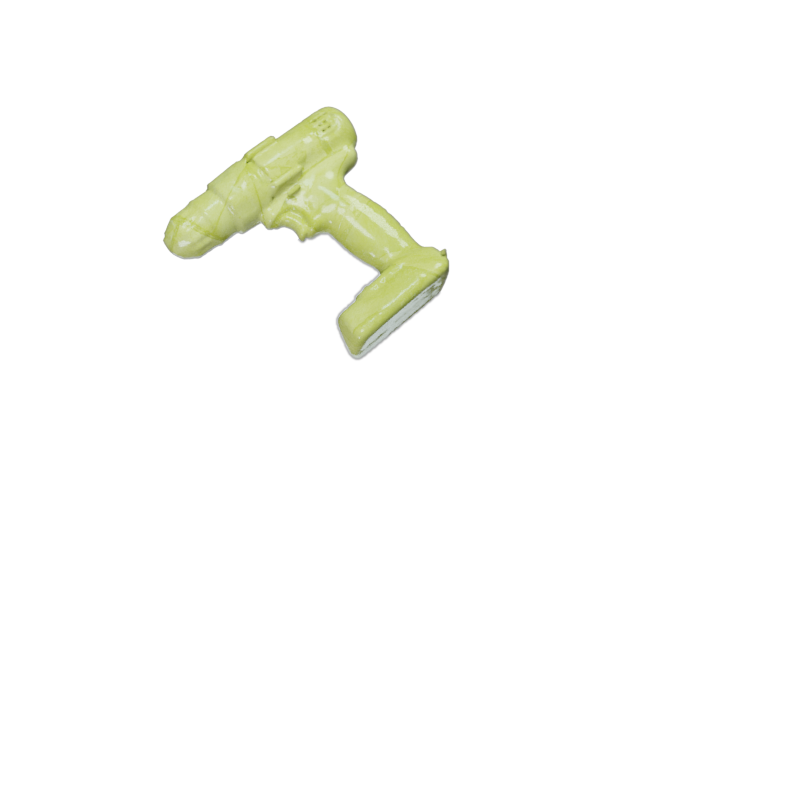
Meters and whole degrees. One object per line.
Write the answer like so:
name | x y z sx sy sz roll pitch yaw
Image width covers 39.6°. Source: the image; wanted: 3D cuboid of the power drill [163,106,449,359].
power drill | -0.069 -0.126 0.880 0.185 0.196 0.055 -39 -16 -14
